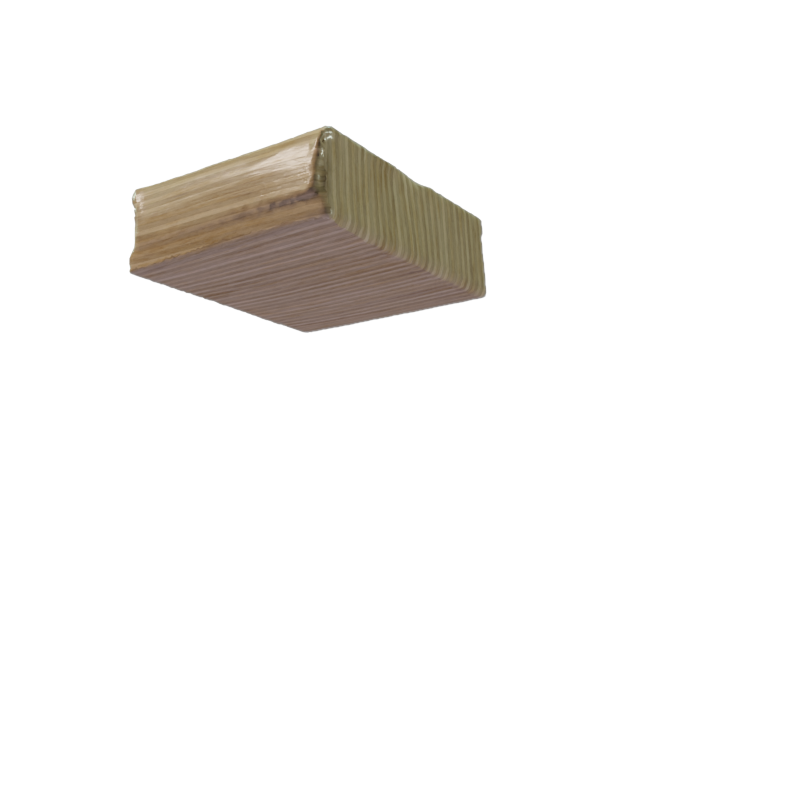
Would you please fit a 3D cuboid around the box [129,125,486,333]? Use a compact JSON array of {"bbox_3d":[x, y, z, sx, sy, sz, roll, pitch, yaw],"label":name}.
[{"bbox_3d":[-0.027,-0.049,0.342,0.075,0.031,0.084,-10,-17,34],"label":"box"}]
